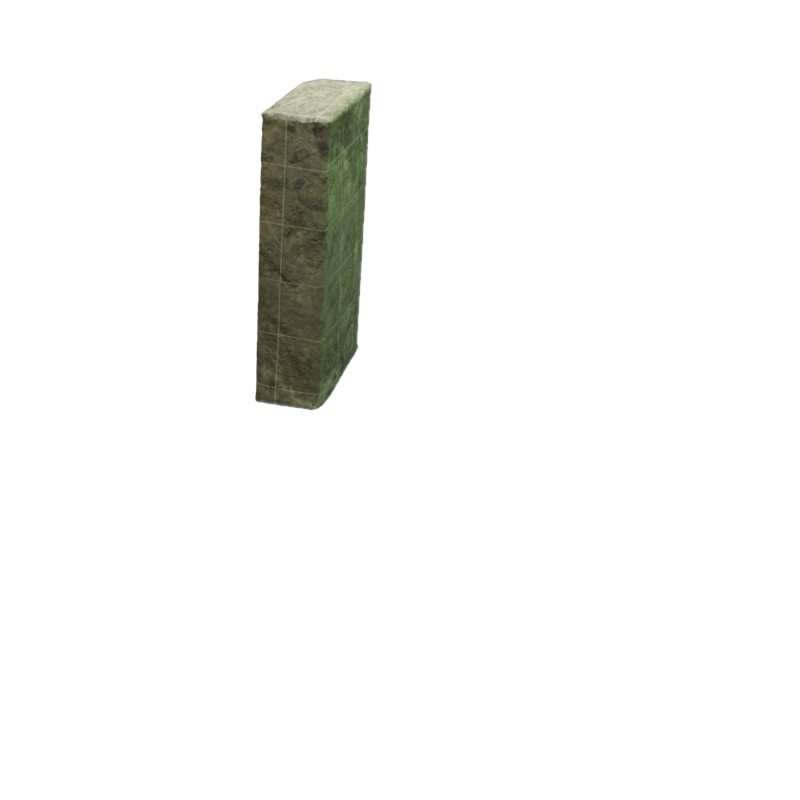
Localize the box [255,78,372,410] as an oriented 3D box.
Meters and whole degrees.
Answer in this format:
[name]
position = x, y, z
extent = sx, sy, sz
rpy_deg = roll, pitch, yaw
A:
[box]
position = -0.051, -0.093, 0.649
extent = 0.049, 0.168, 0.096
rpy_deg = 6, 23, 12
